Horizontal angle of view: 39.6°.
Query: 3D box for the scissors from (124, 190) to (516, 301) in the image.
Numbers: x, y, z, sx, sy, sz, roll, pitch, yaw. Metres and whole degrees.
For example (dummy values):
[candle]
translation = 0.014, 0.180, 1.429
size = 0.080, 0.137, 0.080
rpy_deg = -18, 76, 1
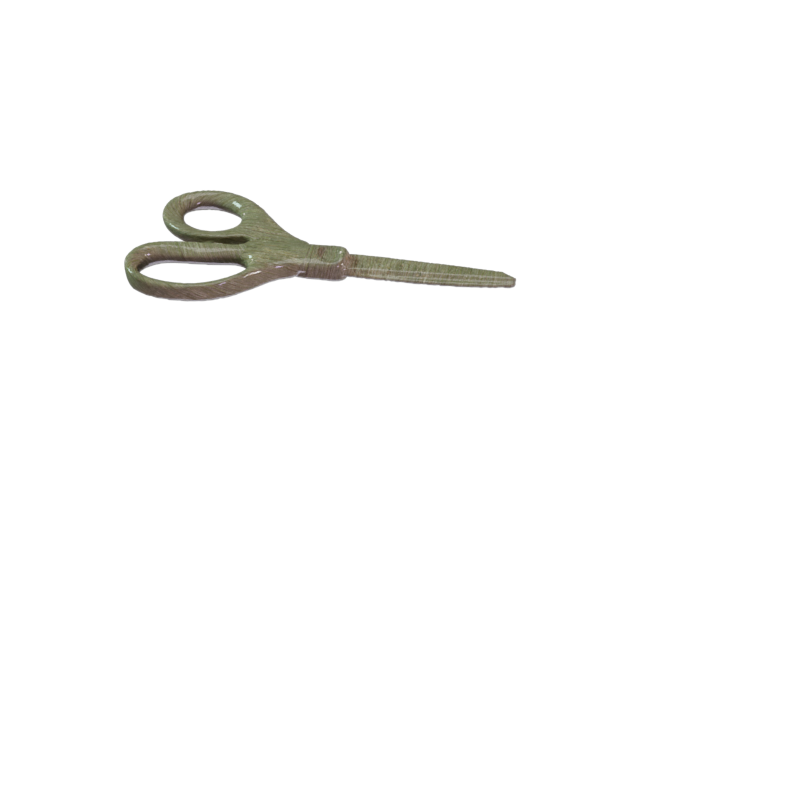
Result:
[scissors]
translation = -0.047, -0.086, 0.602
size = 0.200, 0.015, 0.104
rpy_deg = -5, 42, -5
